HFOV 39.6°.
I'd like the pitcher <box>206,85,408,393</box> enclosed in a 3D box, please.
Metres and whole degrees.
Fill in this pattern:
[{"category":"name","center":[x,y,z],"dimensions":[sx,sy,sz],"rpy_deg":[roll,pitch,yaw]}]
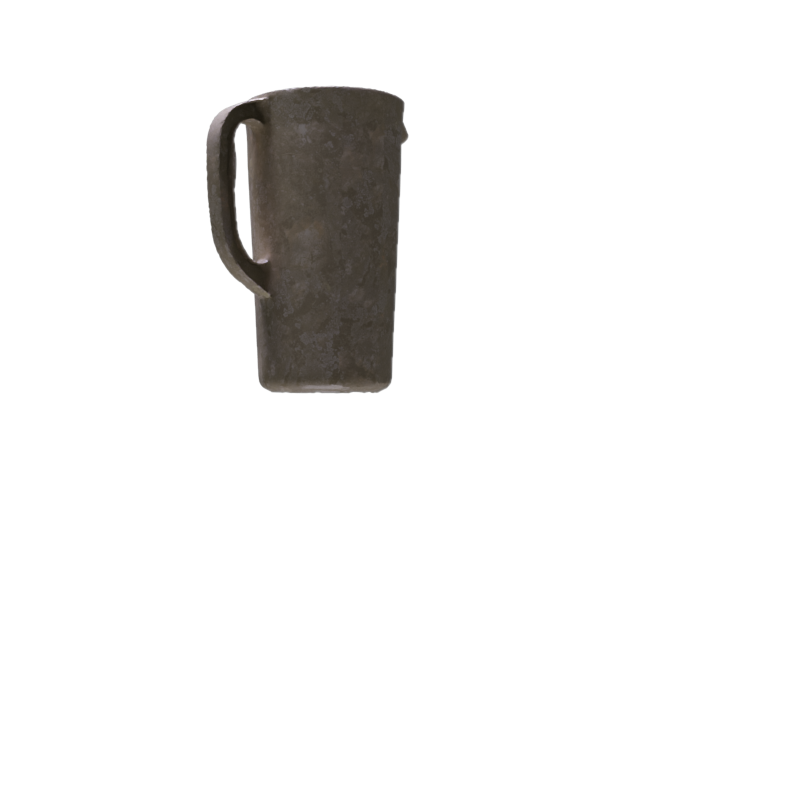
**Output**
[{"category":"pitcher","center":[-0.071,-0.129,0.901],"dimensions":[0.151,0.247,0.141],"rpy_deg":[-1,-5,8]}]
